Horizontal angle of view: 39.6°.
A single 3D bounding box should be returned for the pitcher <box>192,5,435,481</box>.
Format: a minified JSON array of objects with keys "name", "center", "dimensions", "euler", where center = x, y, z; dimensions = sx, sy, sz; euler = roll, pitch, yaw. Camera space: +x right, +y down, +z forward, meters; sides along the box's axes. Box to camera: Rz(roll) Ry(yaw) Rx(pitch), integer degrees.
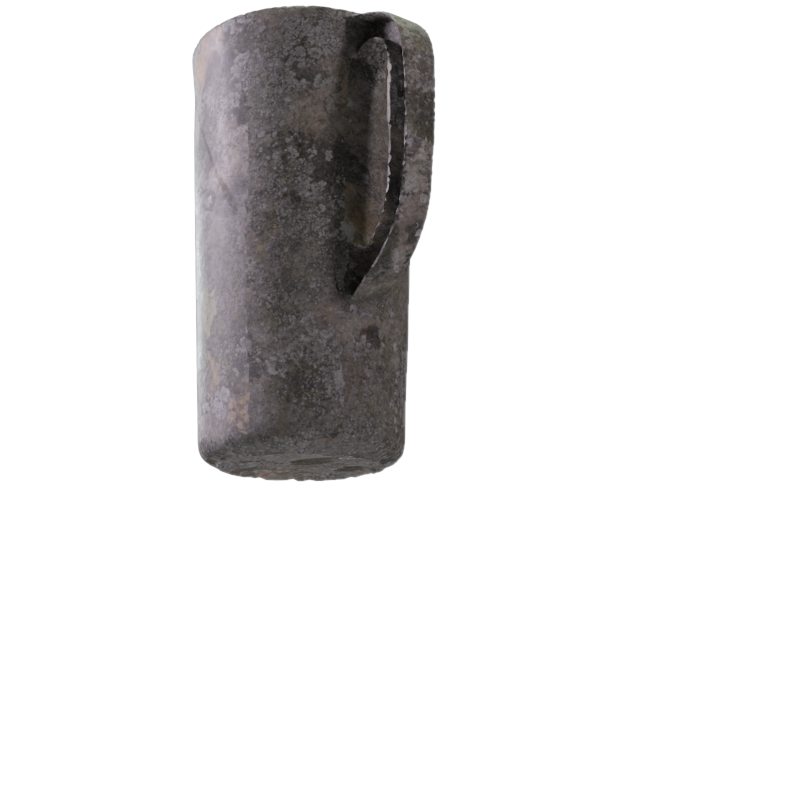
[{"name":"pitcher","center":[-0.047,-0.087,0.606],"dimensions":[0.146,0.254,0.141],"euler":[-3,-18,7]}]
